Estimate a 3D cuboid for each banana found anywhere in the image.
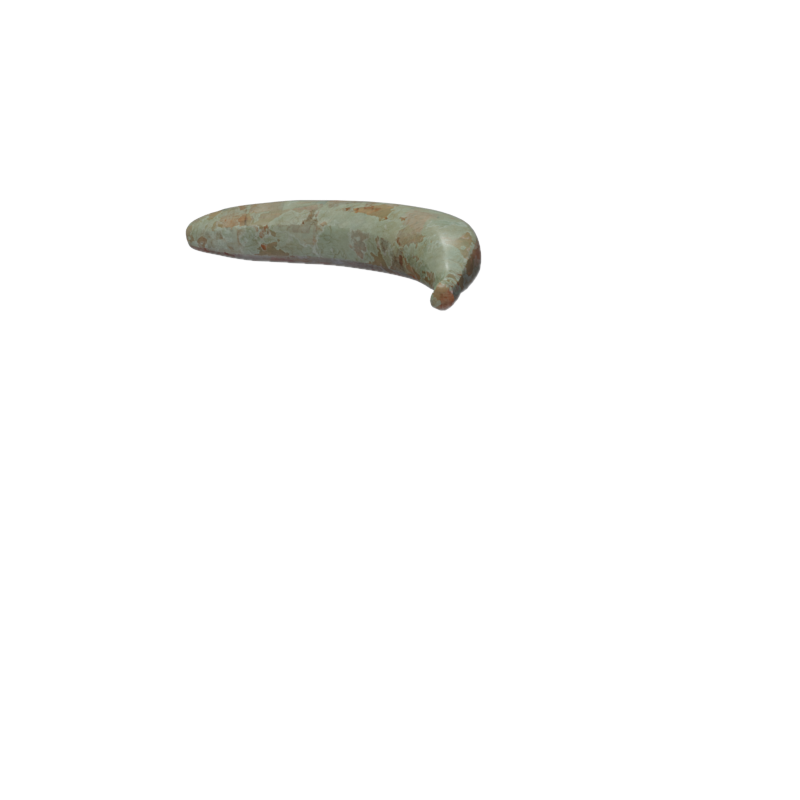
[{"bbox_3d":[-0.028,-0.082,0.562,0.068,0.036,0.209,-13,20,-41],"label":"banana"}]
